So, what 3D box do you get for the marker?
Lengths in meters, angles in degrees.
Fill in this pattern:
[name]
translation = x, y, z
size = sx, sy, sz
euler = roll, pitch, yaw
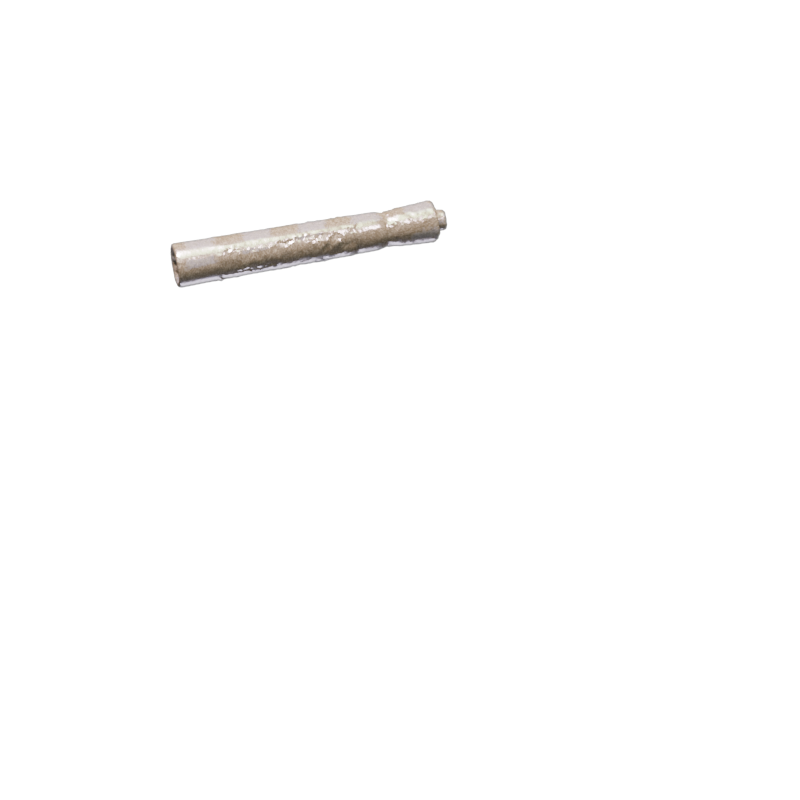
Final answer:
[marker]
translation = -0.037, -0.068, 0.475
size = 0.119, 0.020, 0.020
euler = -12, 7, -14
